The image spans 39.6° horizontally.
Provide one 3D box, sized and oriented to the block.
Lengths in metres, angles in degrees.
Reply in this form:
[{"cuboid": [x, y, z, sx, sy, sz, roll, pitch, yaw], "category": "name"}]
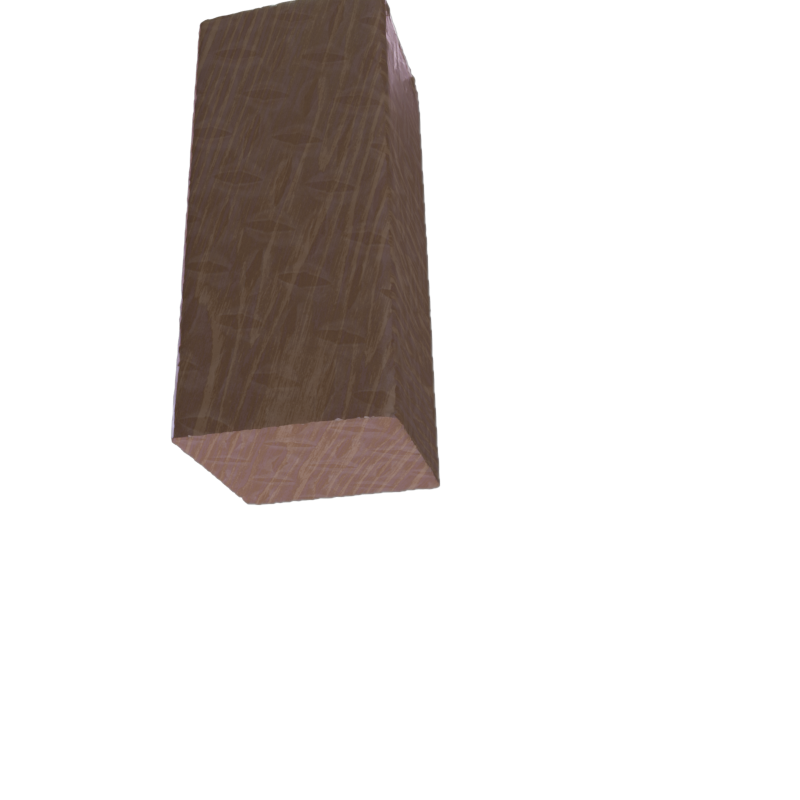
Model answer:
[{"cuboid": [-0.038, -0.071, 0.494, 0.091, 0.219, 0.084, -8, -28, 12], "category": "block"}]
